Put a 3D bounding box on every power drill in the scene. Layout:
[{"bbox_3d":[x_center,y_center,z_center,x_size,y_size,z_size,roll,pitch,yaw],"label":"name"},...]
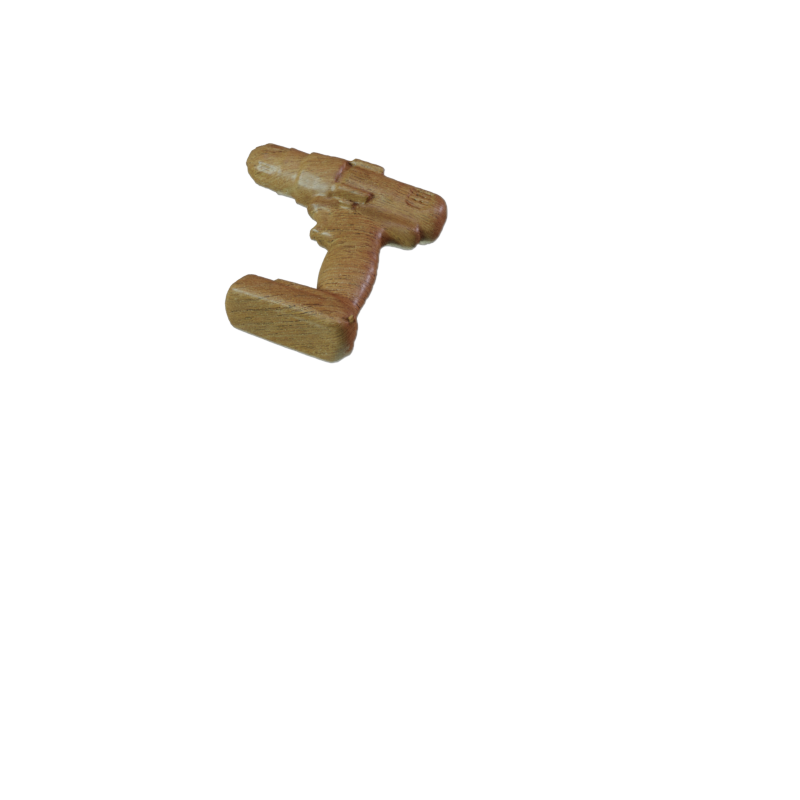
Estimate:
[{"bbox_3d":[-0.072,-0.132,0.921,0.190,0.196,0.053,18,-36,13],"label":"power drill"}]
